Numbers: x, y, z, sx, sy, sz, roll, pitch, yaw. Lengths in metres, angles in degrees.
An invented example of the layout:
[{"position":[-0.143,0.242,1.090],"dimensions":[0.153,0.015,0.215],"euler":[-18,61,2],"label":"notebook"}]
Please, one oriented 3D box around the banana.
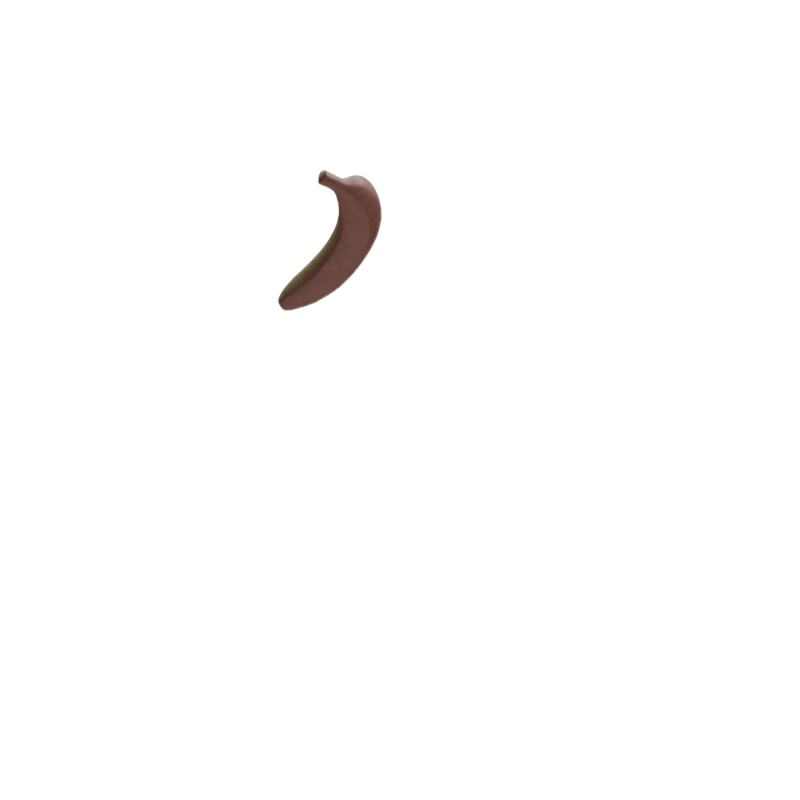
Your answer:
[{"position":[-0.058,-0.140,0.982],"dimensions":[0.068,0.039,0.188],"euler":[8,-35,-13],"label":"banana"}]
